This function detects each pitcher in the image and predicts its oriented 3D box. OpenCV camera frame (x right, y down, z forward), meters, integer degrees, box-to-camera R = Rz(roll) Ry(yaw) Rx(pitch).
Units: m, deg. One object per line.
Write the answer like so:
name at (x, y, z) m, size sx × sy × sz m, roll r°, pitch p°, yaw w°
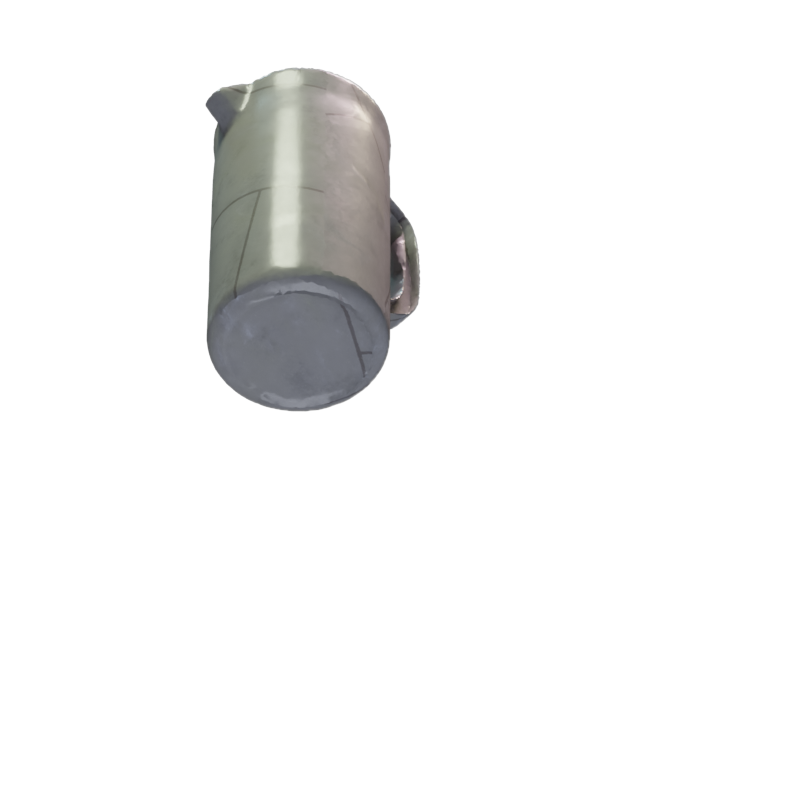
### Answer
pitcher at (-0.058, -0.106, 0.744) m, size 0.149 × 0.135 × 0.260 m, roll -4°, pitch 40°, yaw 0°
